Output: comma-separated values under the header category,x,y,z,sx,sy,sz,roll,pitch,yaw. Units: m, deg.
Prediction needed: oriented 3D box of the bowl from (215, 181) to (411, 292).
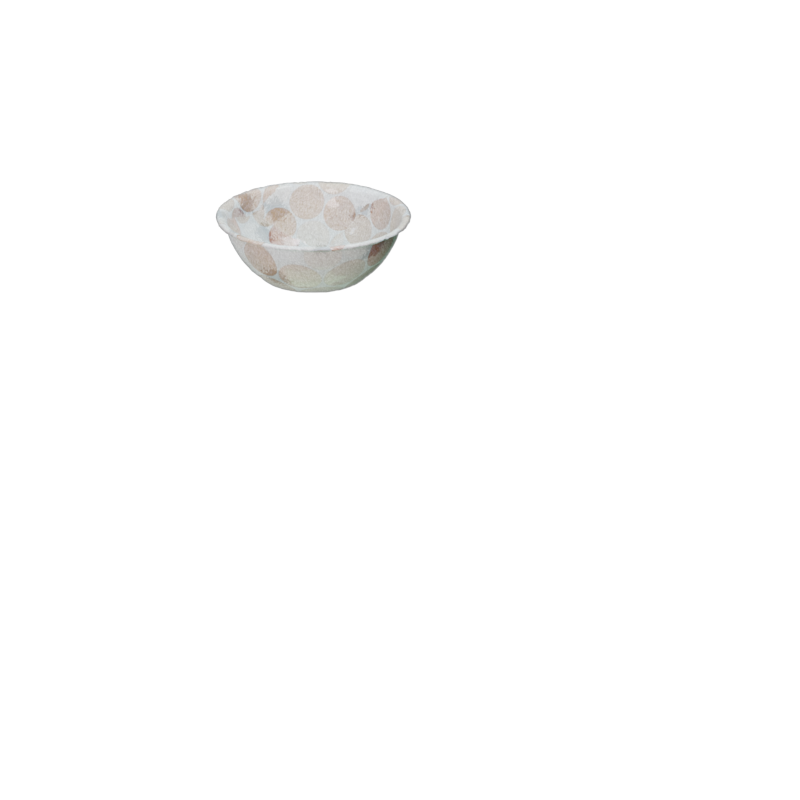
category,x,y,z,sx,sy,sz,roll,pitch,yaw
bowl,-0.073,-0.133,0.930,0.162,0.052,0.171,-1,28,-2
